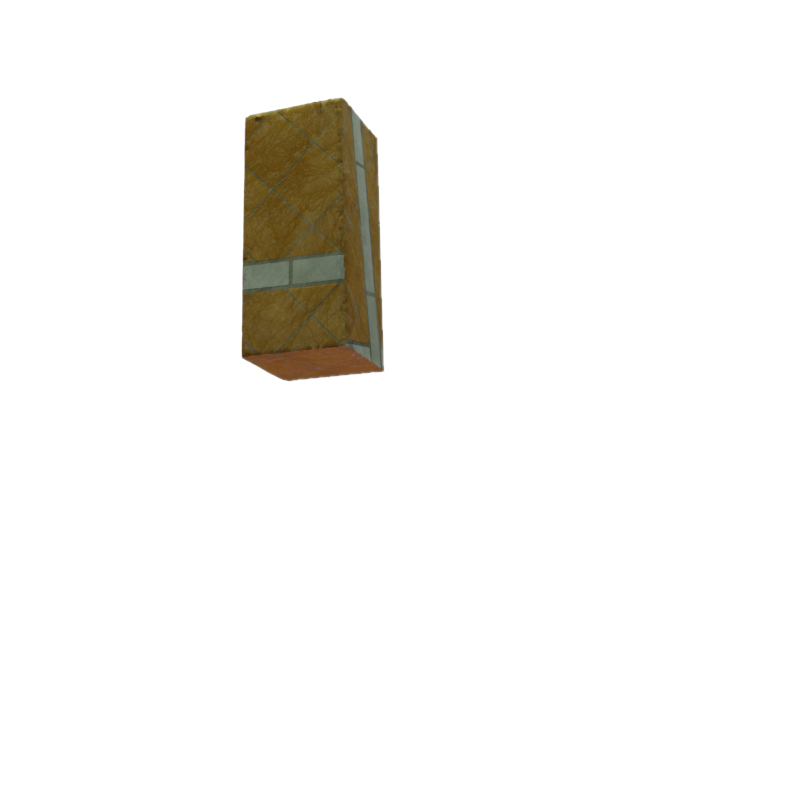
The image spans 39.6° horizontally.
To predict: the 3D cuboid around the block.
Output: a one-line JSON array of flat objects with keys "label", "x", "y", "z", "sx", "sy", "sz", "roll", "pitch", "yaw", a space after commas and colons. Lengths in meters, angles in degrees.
[{"label": "block", "x": -0.071, "y": -0.129, "z": 0.905, "sx": 0.092, "sy": 0.216, "sz": 0.085, "roll": -8, "pitch": -20, "yaw": 19}]
